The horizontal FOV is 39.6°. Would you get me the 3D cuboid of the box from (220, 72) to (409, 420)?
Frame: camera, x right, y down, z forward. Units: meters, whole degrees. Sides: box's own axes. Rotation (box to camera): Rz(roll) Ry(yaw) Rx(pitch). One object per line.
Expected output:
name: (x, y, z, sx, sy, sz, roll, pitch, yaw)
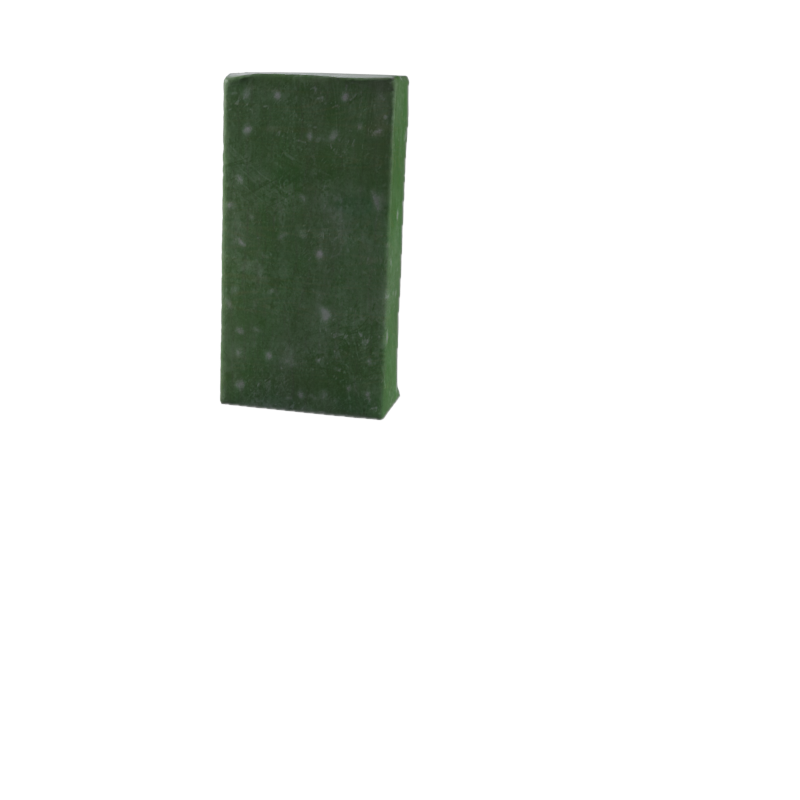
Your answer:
box: (-0.046, -0.083, 0.584, 0.095, 0.172, 0.048, 4, 12, 13)
